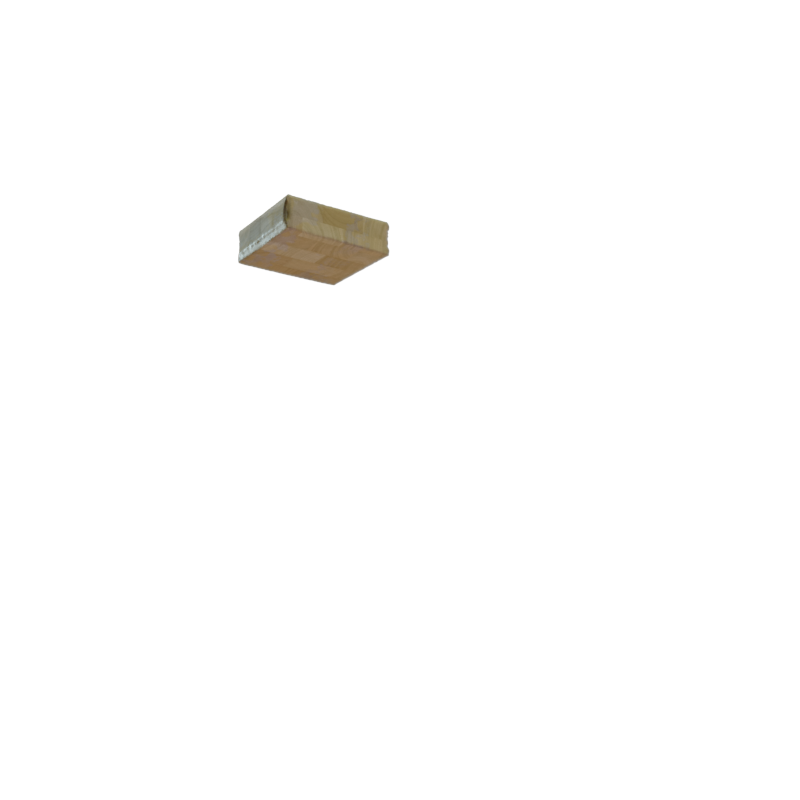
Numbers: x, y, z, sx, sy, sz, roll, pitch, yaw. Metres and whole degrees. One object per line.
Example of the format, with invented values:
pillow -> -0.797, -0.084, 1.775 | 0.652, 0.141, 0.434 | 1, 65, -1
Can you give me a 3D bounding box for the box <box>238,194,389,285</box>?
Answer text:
box -> -0.064, -0.117, 0.817 | 0.085, 0.032, 0.073 | 11, -21, -31
